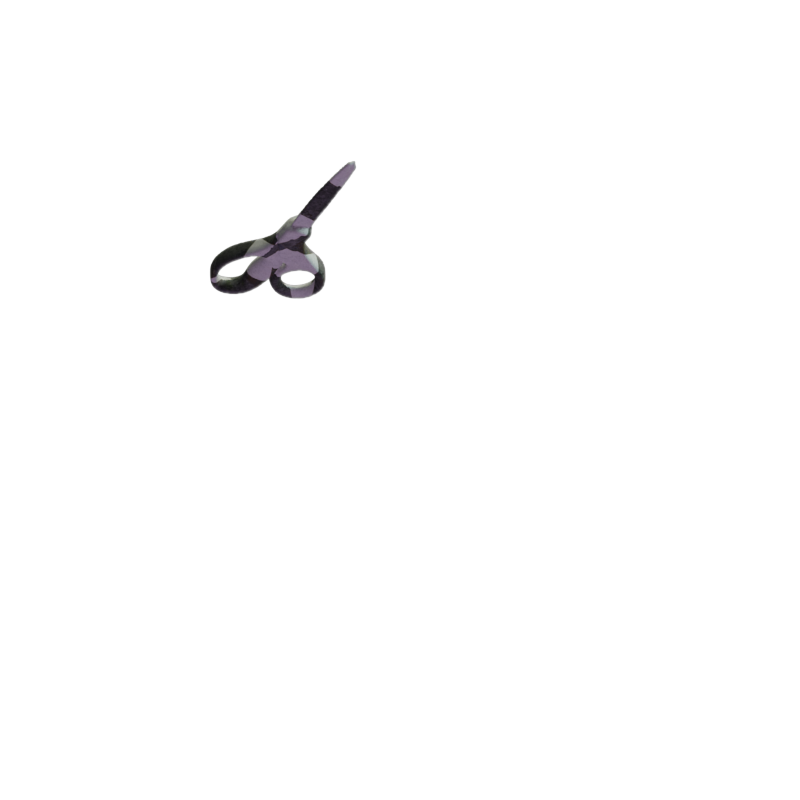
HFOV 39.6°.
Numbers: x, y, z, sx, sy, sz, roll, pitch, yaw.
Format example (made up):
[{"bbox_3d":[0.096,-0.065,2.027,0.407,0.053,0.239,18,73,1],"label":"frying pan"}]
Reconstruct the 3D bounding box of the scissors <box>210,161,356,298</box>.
[{"bbox_3d":[-0.063,-0.114,0.800,0.091,0.017,0.202,17,-27,-38],"label":"scissors"}]
